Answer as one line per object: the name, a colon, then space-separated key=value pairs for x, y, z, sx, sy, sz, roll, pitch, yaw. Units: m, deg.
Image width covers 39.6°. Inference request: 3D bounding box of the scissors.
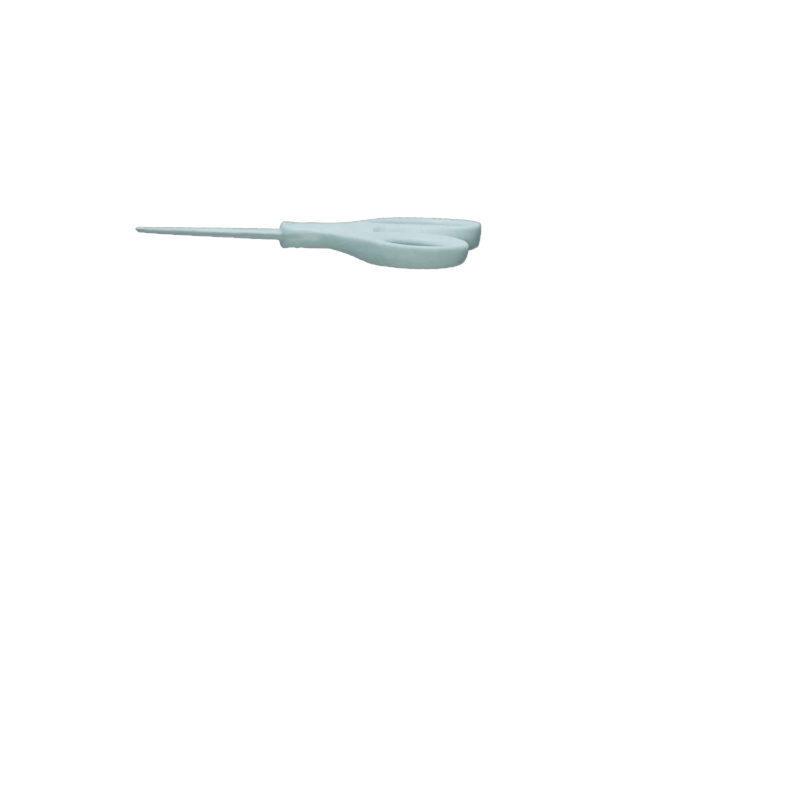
scissors: x=-0.049 y=-0.090 z=0.627 sx=0.200 sy=0.015 sz=0.101 roll=-3 pitch=19 yaw=-8
